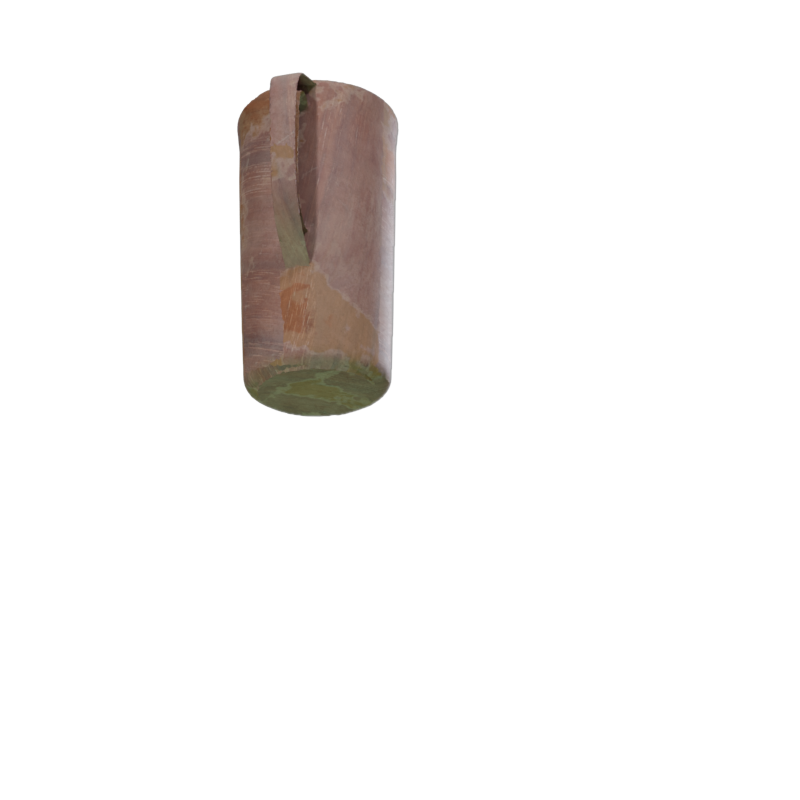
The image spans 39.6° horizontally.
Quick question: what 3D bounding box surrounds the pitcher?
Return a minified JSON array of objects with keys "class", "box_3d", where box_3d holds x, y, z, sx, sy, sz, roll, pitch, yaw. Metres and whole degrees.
[{"class":"pitcher","box_3d":[-0.067,-0.122,0.852,0.142,0.258,0.143,16,-33,-30]}]
